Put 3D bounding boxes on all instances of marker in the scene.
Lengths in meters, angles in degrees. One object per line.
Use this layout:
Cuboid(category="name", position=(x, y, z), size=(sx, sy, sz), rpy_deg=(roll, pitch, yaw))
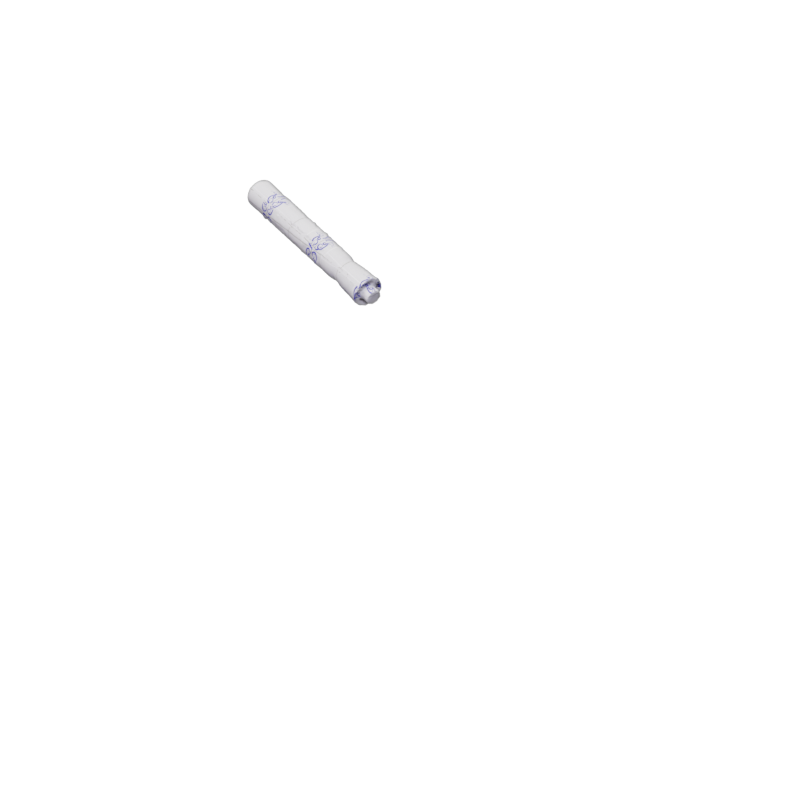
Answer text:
Cuboid(category="marker", position=(-0.052, -0.094, 0.660), size=(0.019, 0.019, 0.130), rpy_deg=(-3, 36, -42))
